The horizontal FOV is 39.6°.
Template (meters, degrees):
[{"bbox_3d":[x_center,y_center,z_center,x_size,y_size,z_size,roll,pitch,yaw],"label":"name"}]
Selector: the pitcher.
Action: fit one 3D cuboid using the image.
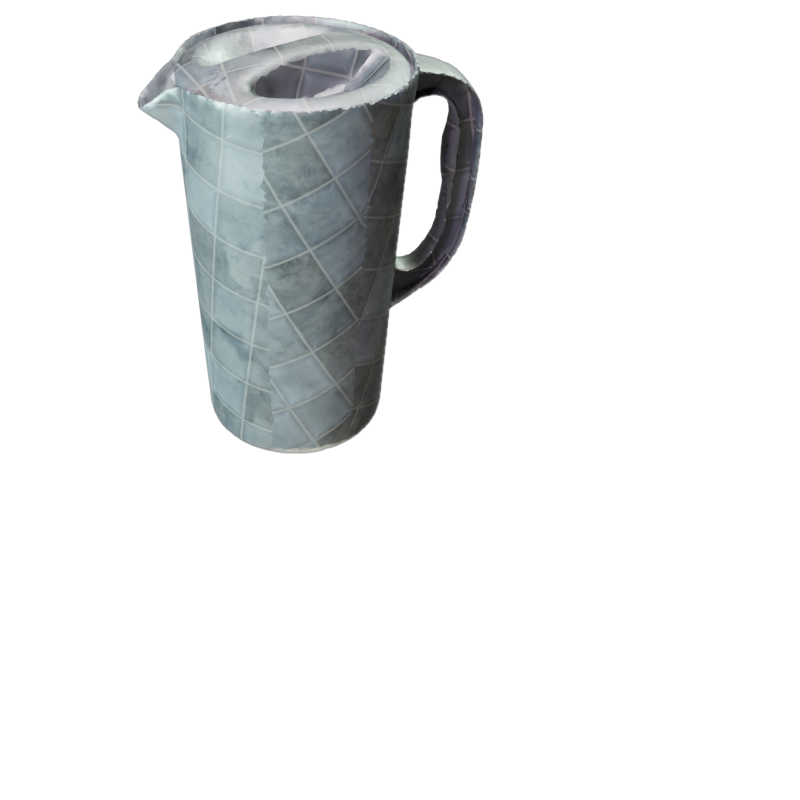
[{"bbox_3d":[-0.051,-0.092,0.647,0.157,0.228,0.147,21,39,24],"label":"pitcher"}]
